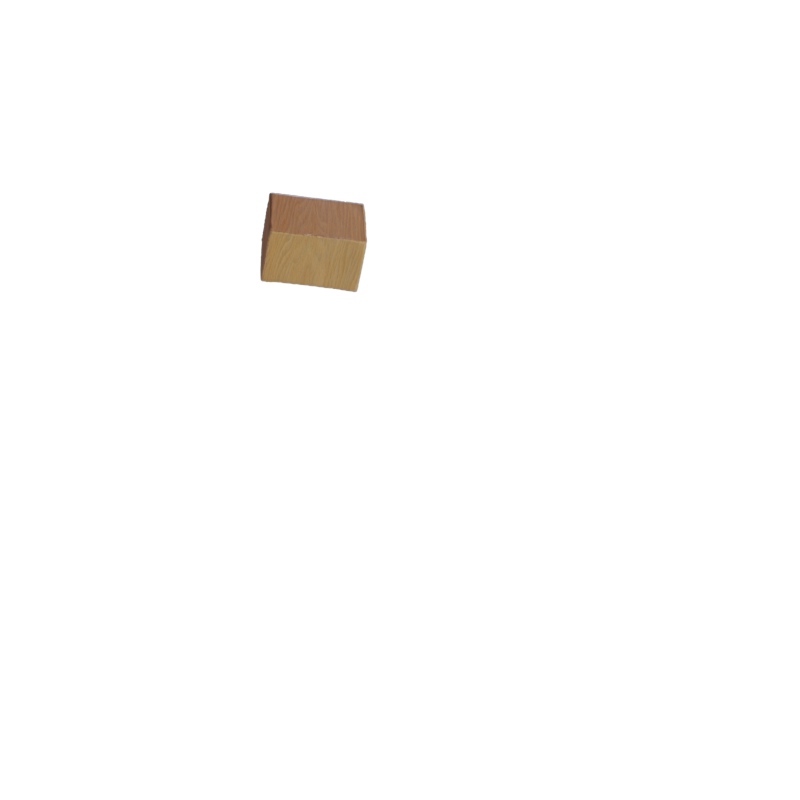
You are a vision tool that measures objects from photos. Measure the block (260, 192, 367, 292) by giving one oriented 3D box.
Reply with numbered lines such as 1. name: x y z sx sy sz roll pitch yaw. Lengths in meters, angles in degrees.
1. block: -0.068 -0.124 0.869 0.077 0.050 0.055 7 42 -8
